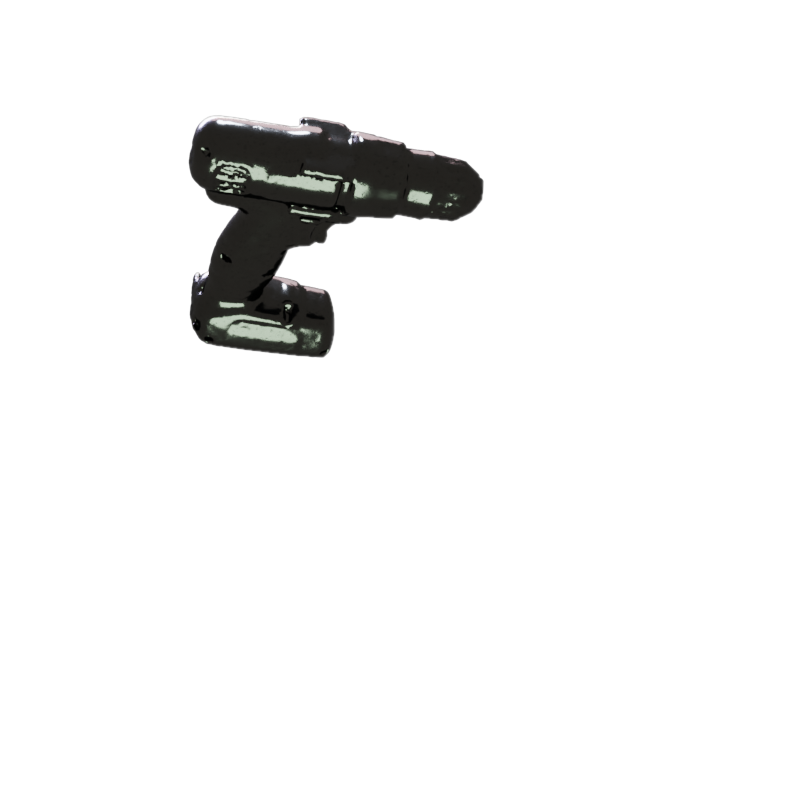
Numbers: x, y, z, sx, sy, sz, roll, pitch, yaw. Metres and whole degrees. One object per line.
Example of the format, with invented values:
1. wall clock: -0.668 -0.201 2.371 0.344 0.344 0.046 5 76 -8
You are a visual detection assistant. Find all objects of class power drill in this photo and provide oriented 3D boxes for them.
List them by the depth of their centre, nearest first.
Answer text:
1. power drill: -0.057 -0.104 0.731 0.181 0.062 0.178 10 -40 -12
